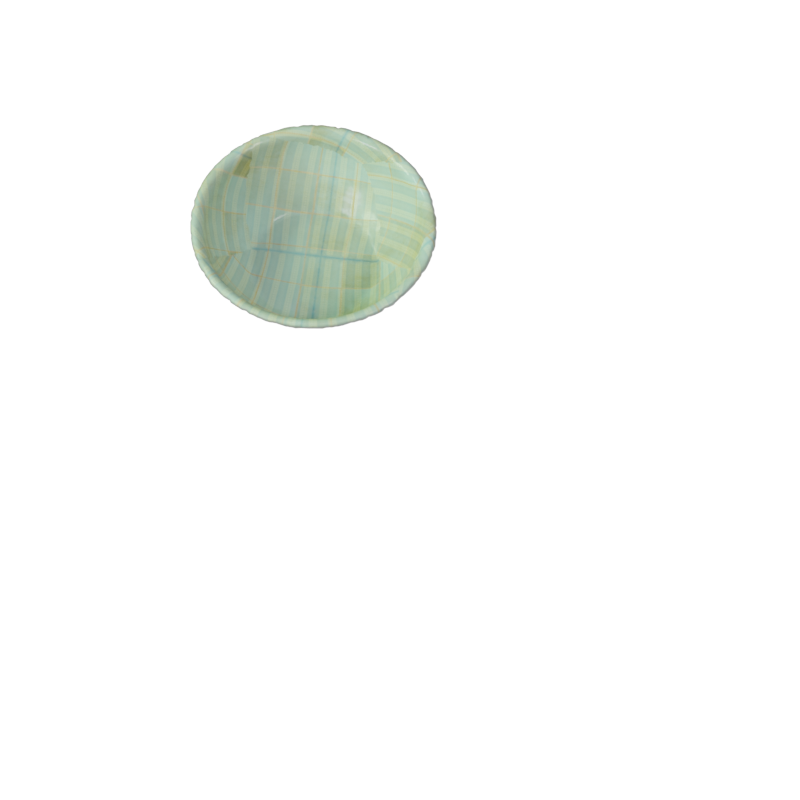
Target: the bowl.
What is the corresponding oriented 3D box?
[{"bbox_3d":[-0.058,-0.106,0.746,0.162,0.173,0.052,-1,-31,-1],"label":"bowl"}]
